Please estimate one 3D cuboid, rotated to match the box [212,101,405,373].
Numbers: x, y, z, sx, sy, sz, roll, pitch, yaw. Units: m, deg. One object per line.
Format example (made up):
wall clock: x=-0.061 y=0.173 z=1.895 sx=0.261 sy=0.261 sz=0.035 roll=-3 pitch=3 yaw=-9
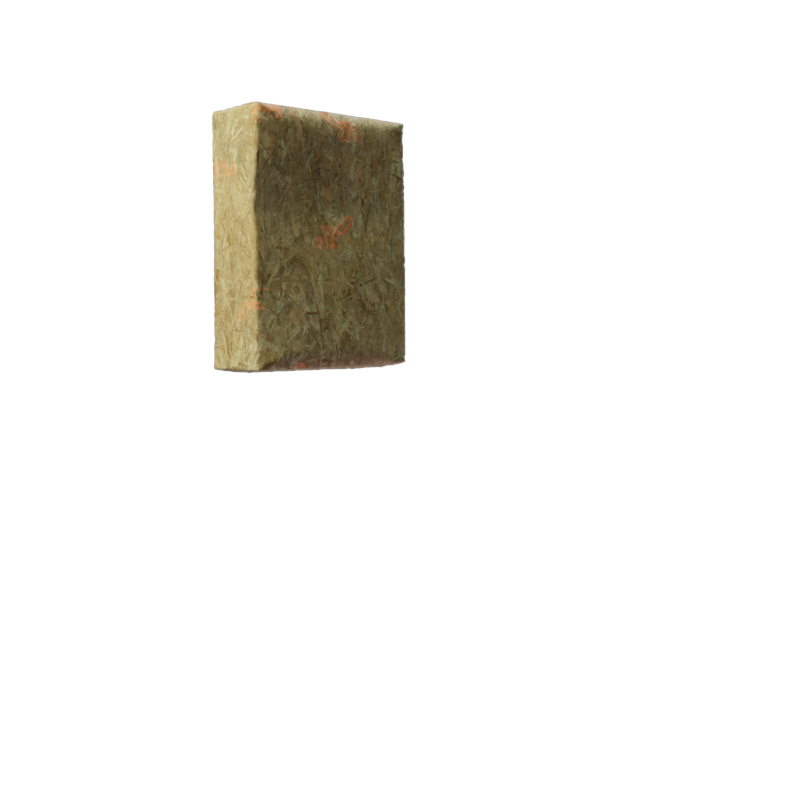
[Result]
box: x=-0.073 y=-0.133 z=0.931 sx=0.158 sy=0.215 sz=0.074 roll=1 pitch=-3 yaw=-41
